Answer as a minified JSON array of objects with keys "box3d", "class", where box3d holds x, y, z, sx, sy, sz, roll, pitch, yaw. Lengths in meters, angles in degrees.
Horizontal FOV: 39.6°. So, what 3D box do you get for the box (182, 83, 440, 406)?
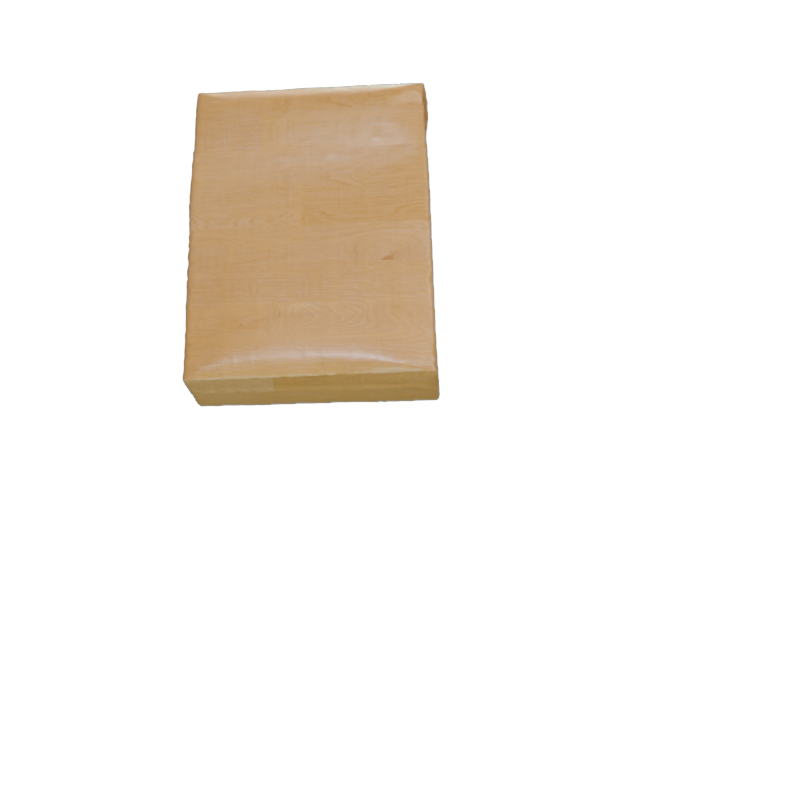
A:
[{"box3d":[-0.059,-0.108,0.756,0.165,0.225,0.068,-2,-22,3],"class":"box"}]
